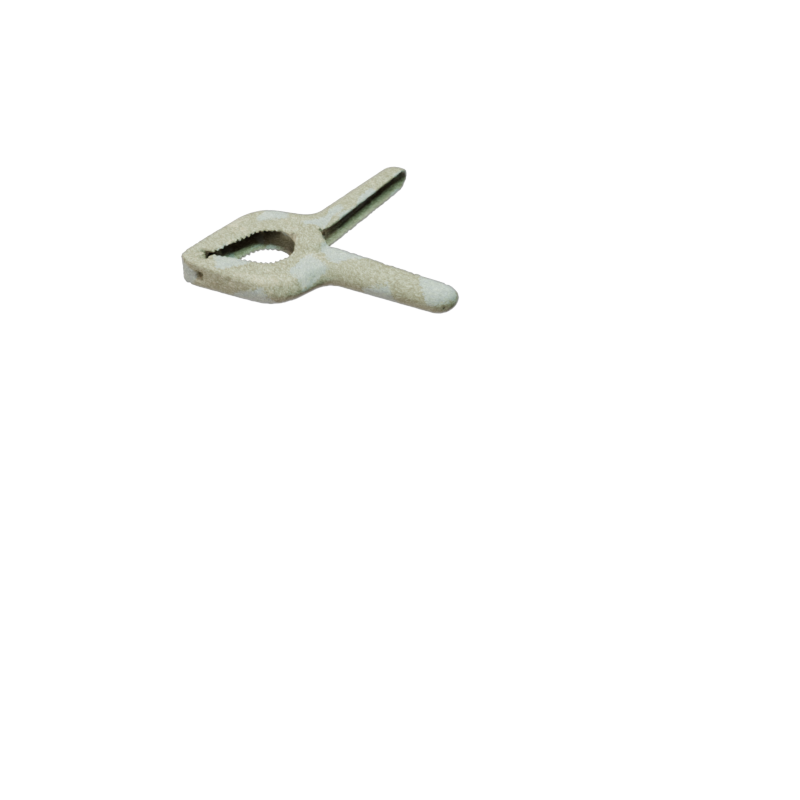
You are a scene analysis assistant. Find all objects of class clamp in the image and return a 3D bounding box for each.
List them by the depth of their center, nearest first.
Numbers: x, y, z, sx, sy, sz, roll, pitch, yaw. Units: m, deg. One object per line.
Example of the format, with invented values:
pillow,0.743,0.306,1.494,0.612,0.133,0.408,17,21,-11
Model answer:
clamp,-0.070,-0.128,0.894,0.209,0.177,0.034,-4,-44,-4
